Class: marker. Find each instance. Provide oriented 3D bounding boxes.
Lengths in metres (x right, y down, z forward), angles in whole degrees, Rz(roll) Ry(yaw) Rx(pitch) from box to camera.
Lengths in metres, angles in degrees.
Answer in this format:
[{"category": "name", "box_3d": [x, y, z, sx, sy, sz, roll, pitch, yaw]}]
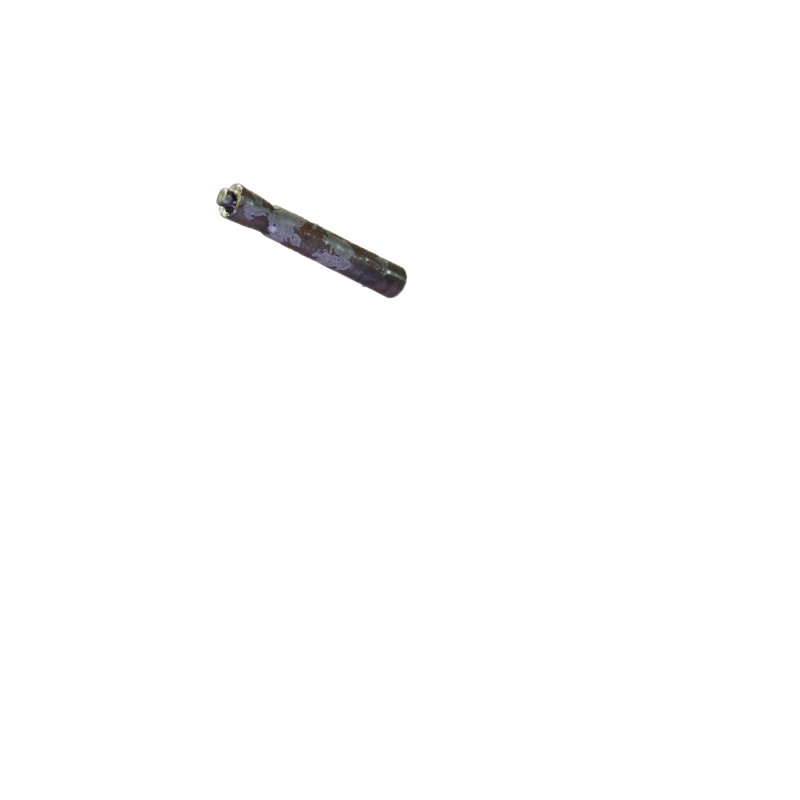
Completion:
[{"category": "marker", "box_3d": [-0.045, -0.083, 0.578, 0.114, 0.020, 0.021, 23, -11, -35]}]
